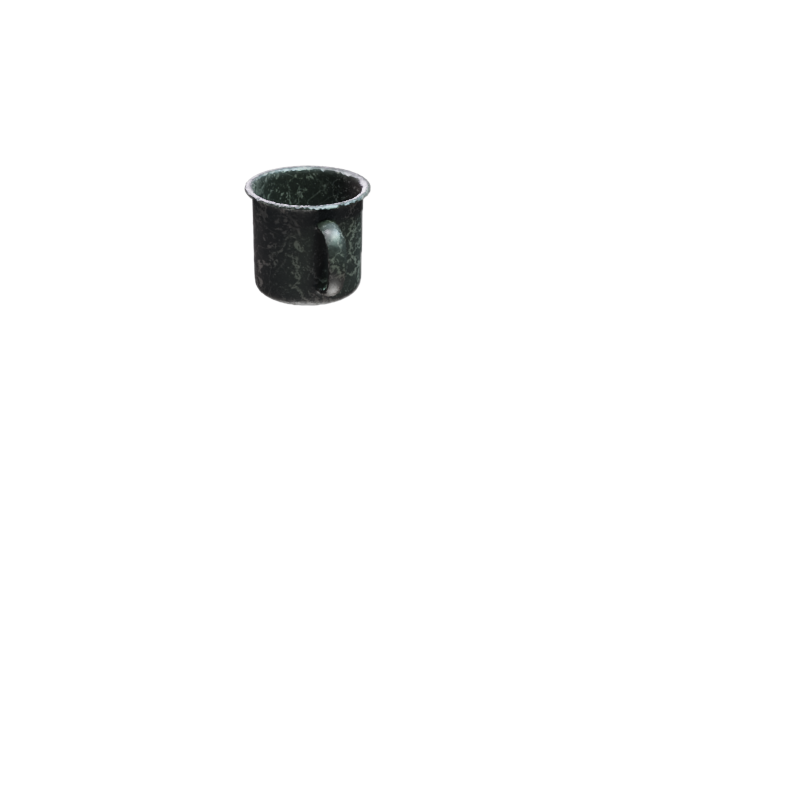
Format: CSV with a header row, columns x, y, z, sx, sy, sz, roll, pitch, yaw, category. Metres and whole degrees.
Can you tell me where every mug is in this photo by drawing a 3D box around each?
x,y,z,sx,sy,sz,roll,pitch,yaw,category
-0.064,-0.117,0.820,0.091,0.077,0.126,-10,30,-21,mug
